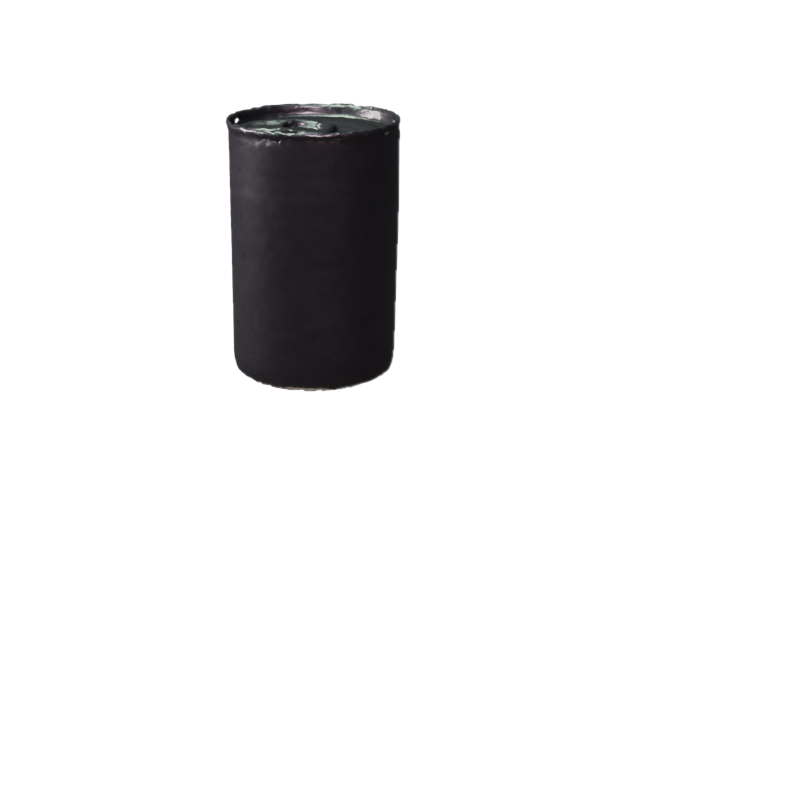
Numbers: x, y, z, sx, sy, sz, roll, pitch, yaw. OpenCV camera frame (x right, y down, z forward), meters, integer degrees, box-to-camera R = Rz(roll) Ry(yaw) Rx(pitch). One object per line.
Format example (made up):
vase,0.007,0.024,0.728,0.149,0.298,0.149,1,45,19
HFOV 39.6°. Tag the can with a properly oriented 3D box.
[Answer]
can,-0.035,-0.063,0.445,0.068,0.098,0.072,0,19,-2
